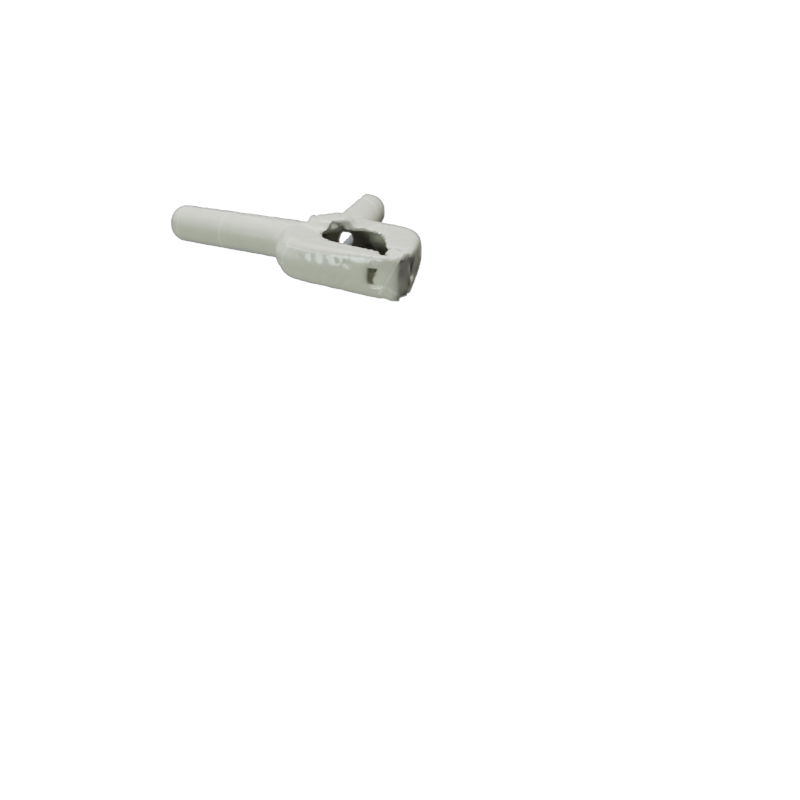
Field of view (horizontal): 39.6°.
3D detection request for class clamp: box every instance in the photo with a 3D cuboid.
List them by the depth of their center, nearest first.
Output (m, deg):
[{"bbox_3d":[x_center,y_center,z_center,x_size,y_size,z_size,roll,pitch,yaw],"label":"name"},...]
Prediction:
[{"bbox_3d":[-0.058,-0.105,0.736,0.161,0.035,0.222,-7,21,-18],"label":"clamp"}]
